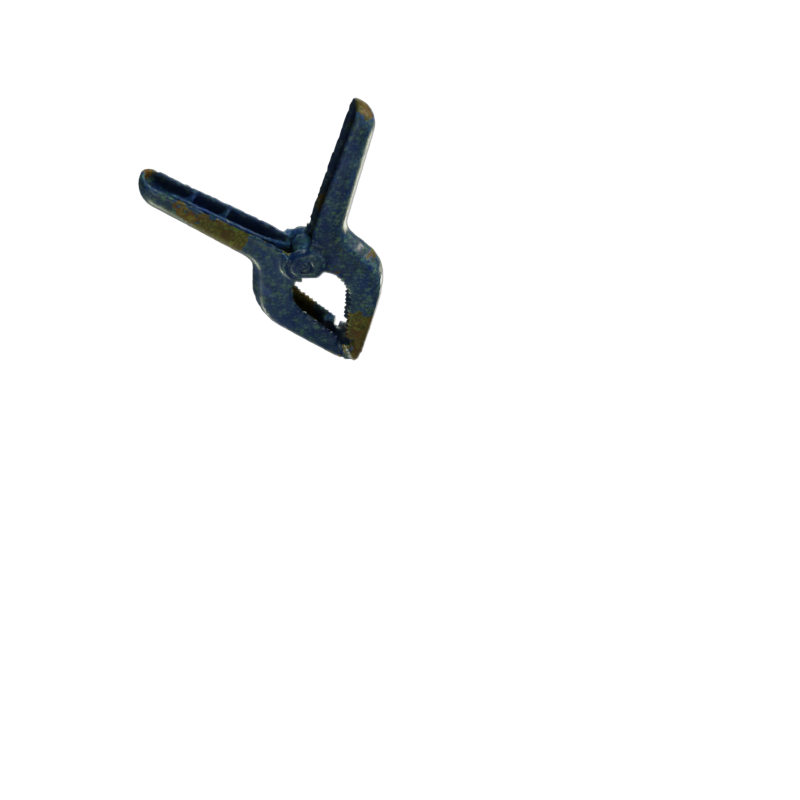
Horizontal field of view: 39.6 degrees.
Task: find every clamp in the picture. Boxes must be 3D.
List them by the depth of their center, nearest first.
[{"bbox_3d":[-0.061,-0.111,0.774,0.165,0.039,0.194,-20,-51,17],"label":"clamp"}]
